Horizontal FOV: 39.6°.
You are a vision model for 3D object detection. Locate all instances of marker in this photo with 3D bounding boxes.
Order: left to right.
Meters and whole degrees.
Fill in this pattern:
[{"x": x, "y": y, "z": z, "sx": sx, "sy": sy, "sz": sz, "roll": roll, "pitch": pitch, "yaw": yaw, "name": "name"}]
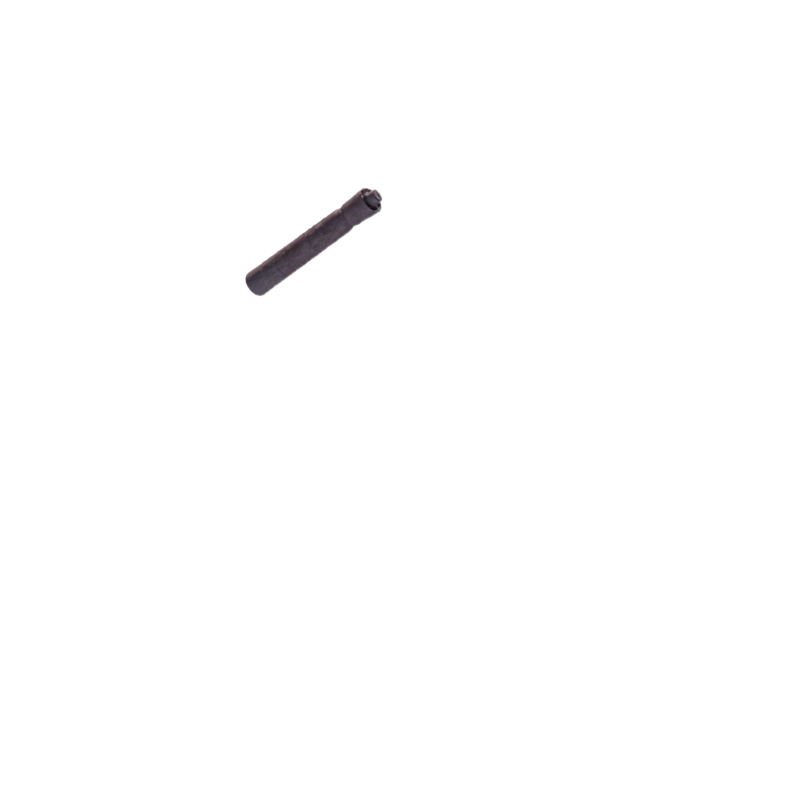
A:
[{"x": -0.058, "y": -0.105, "z": 0.736, "sx": 0.120, "sy": 0.021, "sz": 0.019, "roll": -30, "pitch": -15, "yaw": 34, "name": "marker"}]
